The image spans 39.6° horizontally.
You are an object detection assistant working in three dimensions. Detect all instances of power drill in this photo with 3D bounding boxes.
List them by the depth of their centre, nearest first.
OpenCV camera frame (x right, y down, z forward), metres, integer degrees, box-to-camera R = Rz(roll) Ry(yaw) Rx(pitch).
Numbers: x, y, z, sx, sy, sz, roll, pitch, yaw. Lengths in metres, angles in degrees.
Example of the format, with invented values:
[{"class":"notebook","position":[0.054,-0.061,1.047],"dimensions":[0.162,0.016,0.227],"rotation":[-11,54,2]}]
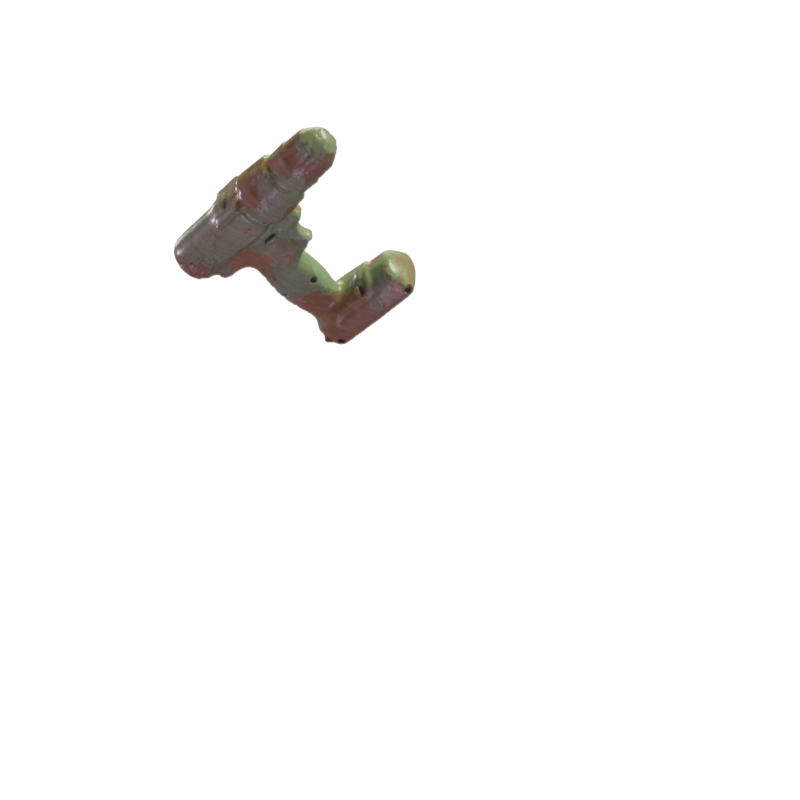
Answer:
[{"class":"power drill","position":[-0.076,-0.139,0.970],"dimensions":[0.177,0.062,0.182],"rotation":[35,-55,-30]}]
